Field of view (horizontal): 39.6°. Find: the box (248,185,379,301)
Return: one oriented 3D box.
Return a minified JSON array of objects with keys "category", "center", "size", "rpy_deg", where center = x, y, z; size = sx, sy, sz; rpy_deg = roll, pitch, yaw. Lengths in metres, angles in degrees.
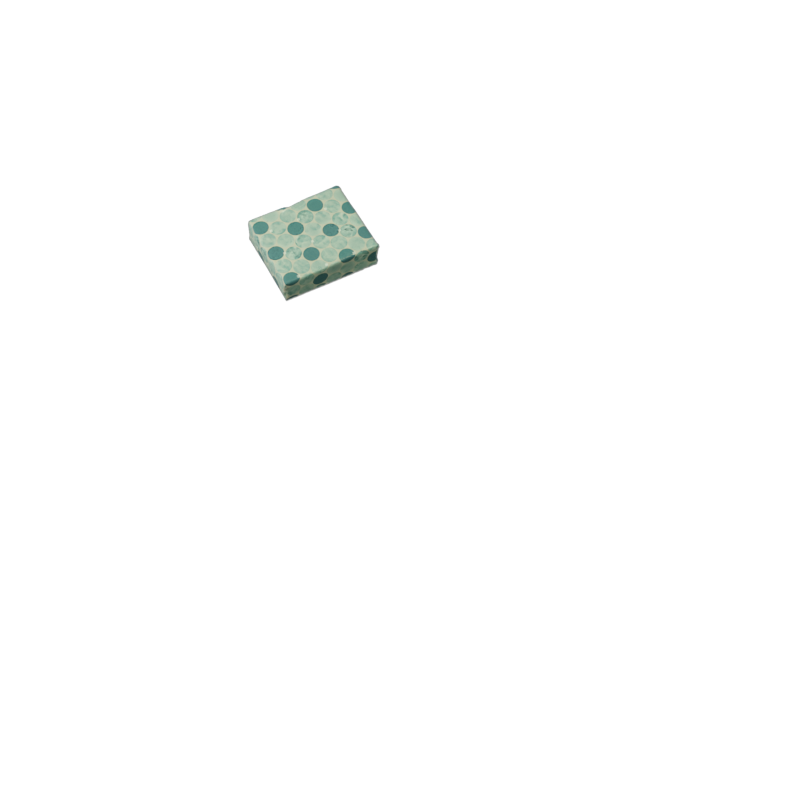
[{"category":"box","center":[-0.073,-0.133,0.930],"size":[0.089,0.078,0.028],"rpy_deg":[-24,-30,-15]}]
